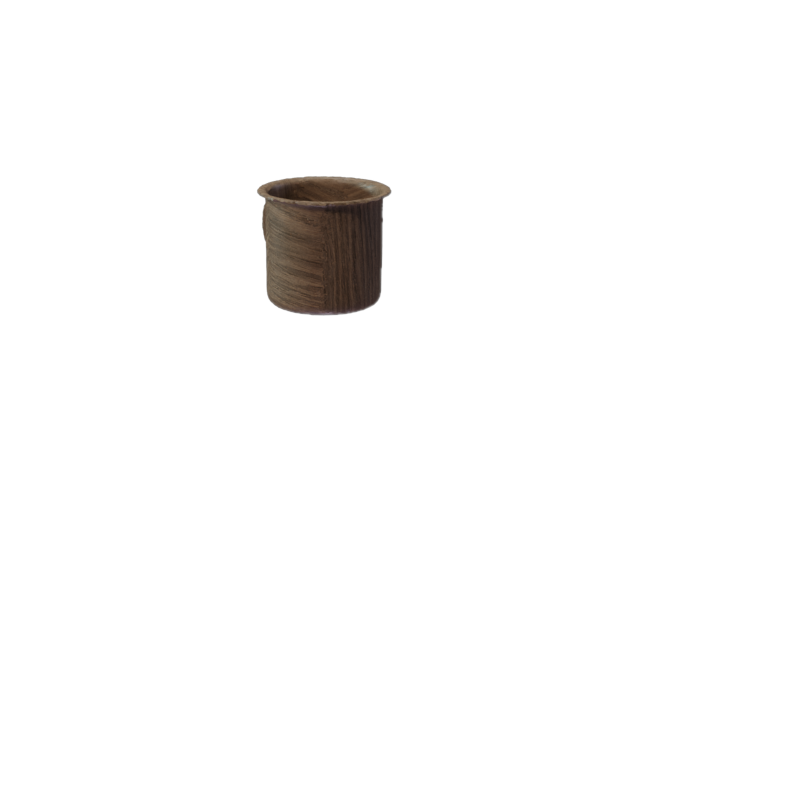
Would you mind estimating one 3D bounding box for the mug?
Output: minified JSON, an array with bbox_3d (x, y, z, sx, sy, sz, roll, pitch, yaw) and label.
[{"bbox_3d":[-0.062,-0.112,0.787,0.091,0.078,0.124,-15,25,-39],"label":"mug"}]
